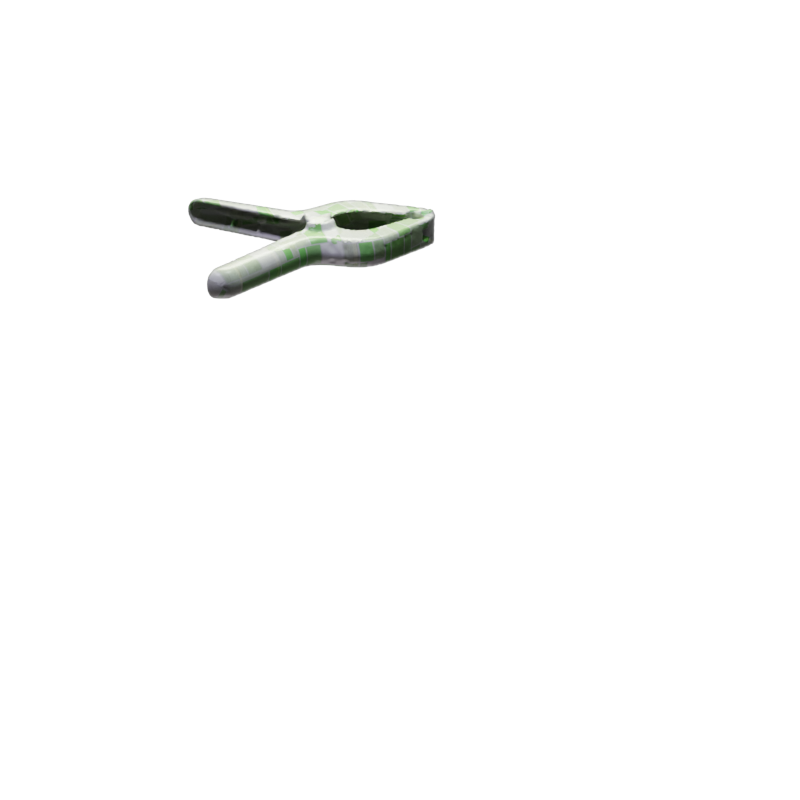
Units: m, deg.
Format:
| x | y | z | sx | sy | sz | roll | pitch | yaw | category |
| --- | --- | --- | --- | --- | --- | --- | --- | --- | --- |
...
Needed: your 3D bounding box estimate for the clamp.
| x | y | z | sx | sy | sz | roll | pitch | yaw | category |
| --- | --- | --- | --- | --- | --- | --- | --- | --- | --- |
| -0.072 | -0.131 | 0.919 | 0.209 | 0.034 | 0.176 | -3 | 32 | -5 | clamp |
